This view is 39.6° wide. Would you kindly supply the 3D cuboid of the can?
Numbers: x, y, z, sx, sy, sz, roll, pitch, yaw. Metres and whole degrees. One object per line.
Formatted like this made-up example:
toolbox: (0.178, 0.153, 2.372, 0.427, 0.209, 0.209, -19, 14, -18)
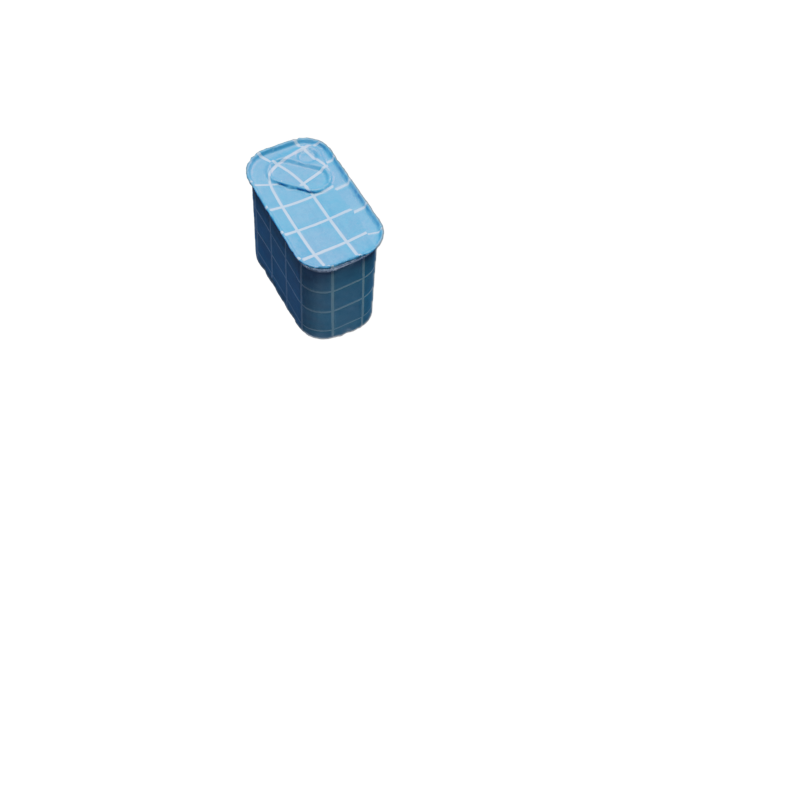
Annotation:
can: (-0.055, -0.100, 0.701, 0.057, 0.110, 0.078, -22, -31, -17)
